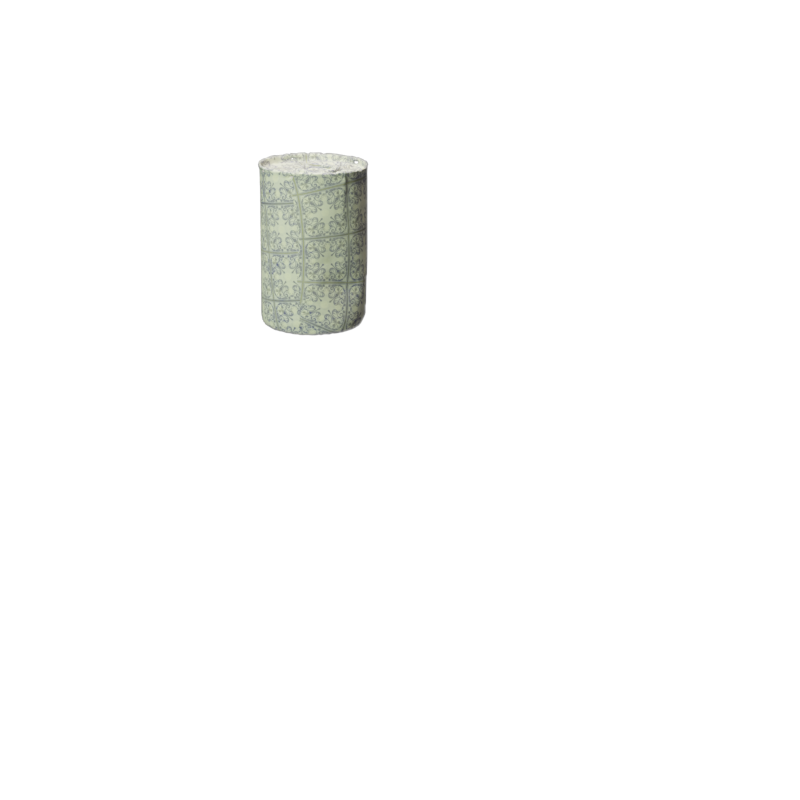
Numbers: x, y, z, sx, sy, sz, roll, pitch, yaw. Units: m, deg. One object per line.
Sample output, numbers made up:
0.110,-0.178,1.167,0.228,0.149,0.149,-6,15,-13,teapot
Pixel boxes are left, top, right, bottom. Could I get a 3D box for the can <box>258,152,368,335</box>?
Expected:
-0.054,-0.099,0.695,0.068,0.098,0.071,0,18,-2,can
